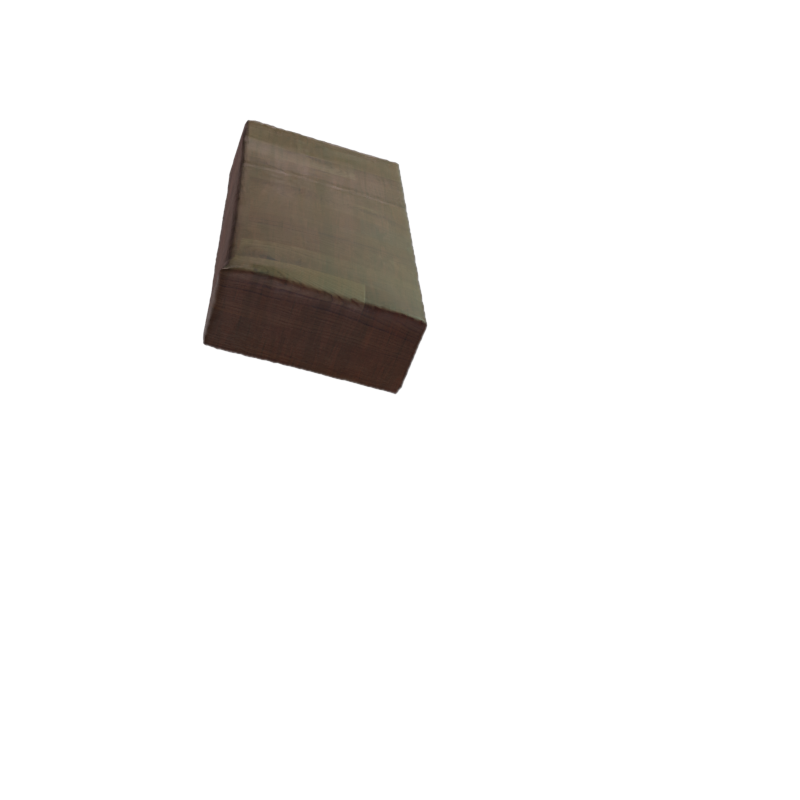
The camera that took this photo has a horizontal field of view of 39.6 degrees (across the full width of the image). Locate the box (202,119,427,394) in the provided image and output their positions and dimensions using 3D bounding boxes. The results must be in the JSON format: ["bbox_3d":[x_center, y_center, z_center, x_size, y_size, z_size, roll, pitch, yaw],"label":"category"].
[{"bbox_3d":[-0.043,-0.079,0.552,0.092,0.046,0.187,14,29,-11],"label":"box"}]
